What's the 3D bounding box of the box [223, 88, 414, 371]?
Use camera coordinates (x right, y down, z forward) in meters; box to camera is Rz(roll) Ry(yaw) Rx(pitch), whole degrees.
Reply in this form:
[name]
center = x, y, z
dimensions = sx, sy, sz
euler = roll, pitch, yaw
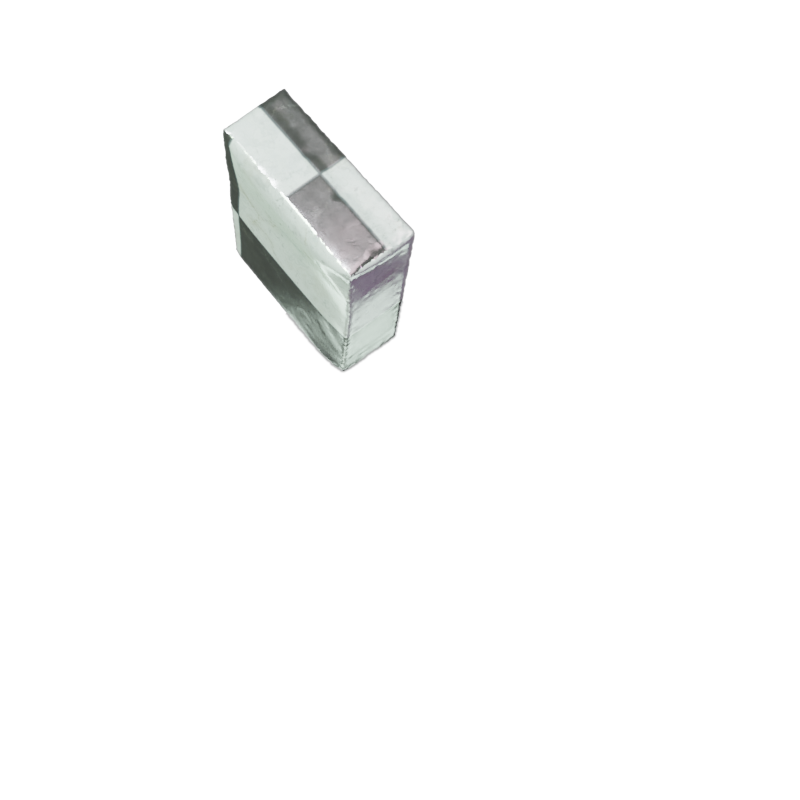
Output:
[box]
center = -0.073, -0.133, 0.932
dimensions = 0.072, 0.172, 0.203
euler = -36, -16, -15
